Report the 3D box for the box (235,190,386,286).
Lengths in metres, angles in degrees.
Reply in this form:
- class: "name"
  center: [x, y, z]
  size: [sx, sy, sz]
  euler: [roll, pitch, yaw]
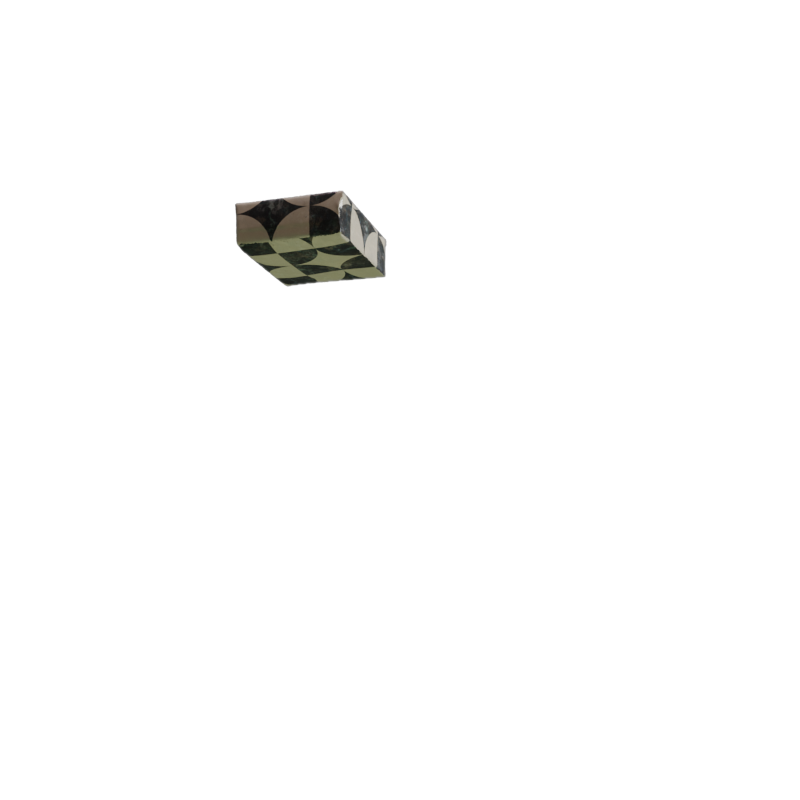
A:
- class: "box"
  center: [-0.069, -0.126, 0.881]
  size: [0.091, 0.040, 0.107]
  euler: [-4, -13, 18]
